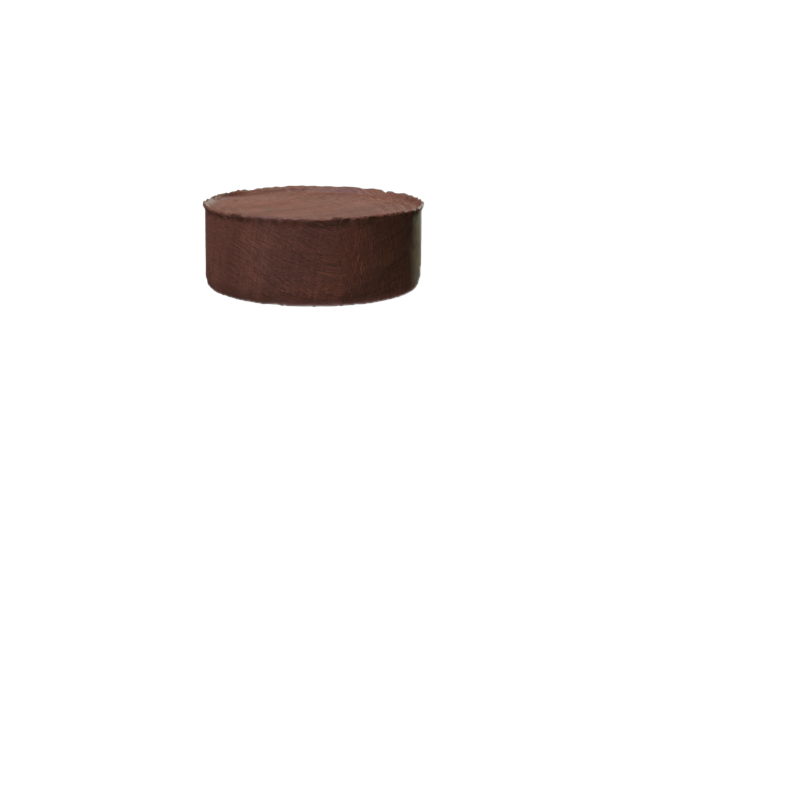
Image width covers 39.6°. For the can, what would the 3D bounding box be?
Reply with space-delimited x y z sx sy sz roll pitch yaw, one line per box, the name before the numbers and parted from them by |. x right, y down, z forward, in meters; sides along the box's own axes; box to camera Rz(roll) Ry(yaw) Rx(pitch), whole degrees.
can | -0.034 -0.062 0.434 0.086 0.032 0.089 -1 17 -2
